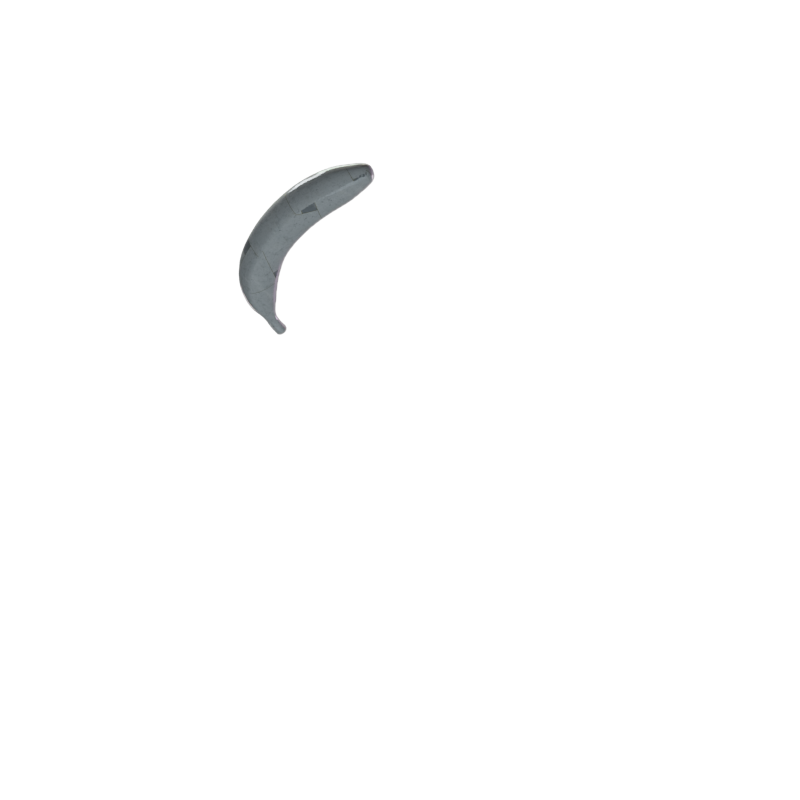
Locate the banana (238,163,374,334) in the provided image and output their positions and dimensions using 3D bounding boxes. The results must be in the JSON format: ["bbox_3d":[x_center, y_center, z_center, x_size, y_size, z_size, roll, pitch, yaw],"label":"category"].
[{"bbox_3d":[-0.094,-0.141,0.969,0.067,0.039,0.190,20,-51,-19],"label":"banana"}]
